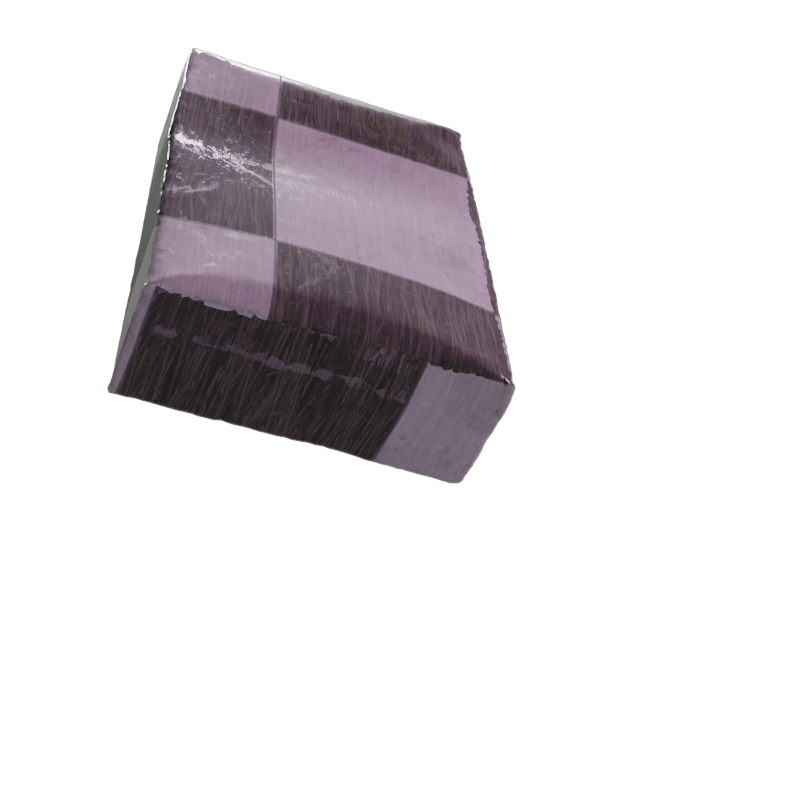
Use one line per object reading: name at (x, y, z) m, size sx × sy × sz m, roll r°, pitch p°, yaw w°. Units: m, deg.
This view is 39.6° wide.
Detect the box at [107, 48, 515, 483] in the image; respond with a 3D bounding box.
box at (-0.042, -0.077, 0.542) m, size 0.160 × 0.069 × 0.229 m, roll 14°, pitch 38°, yaw -15°
